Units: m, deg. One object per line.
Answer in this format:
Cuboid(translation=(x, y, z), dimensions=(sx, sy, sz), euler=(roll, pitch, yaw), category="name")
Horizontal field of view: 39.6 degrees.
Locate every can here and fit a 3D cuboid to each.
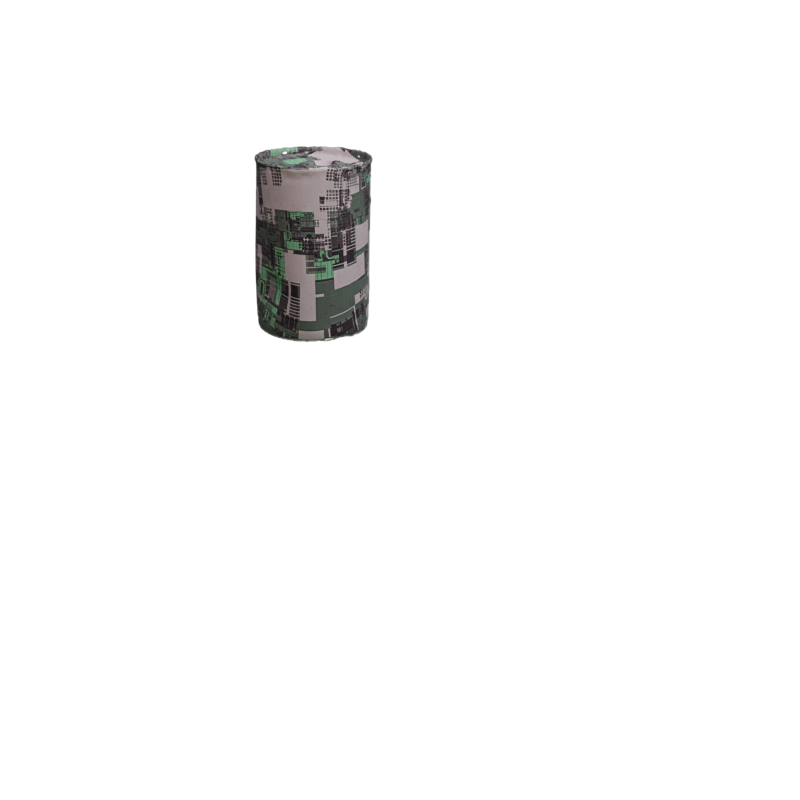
Cuboid(translation=(-0.051, -0.093, 0.648), dimensions=(0.068, 0.098, 0.071), euler=(0, 18, -2), category="can")
